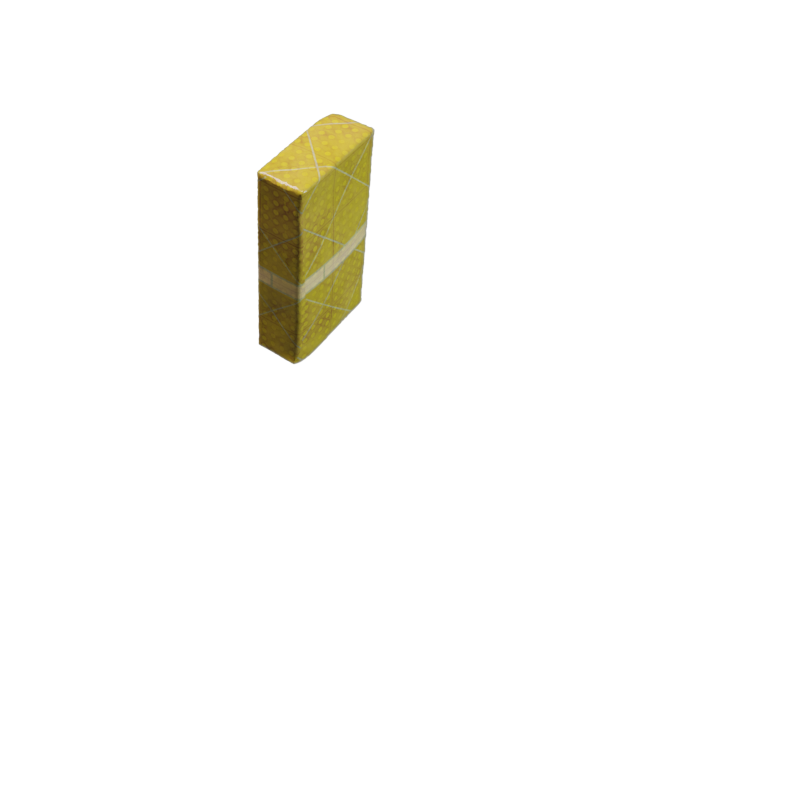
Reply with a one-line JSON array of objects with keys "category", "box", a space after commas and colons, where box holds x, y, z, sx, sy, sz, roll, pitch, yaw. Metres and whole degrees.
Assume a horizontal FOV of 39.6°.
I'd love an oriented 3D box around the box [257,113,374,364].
[{"category": "box", "box": [-0.065, -0.118, 0.828, 0.050, 0.164, 0.095, 25, 49, 20]}]
